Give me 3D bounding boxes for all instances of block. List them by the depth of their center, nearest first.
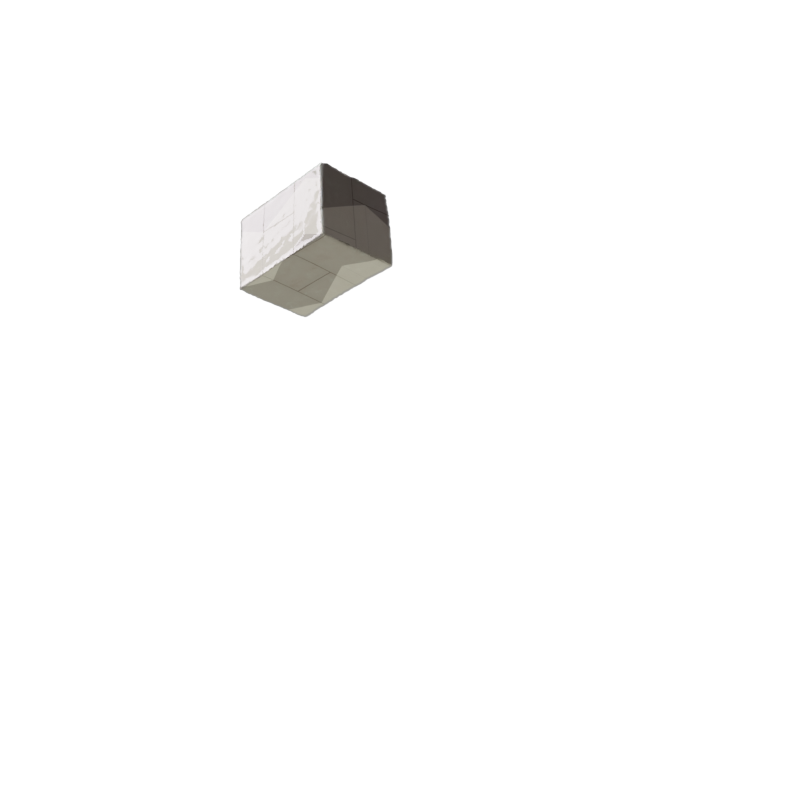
[{"bbox_3d":[-0.050,-0.092,0.643,0.049,0.055,0.078,24,-37,-38],"label":"block"}]
